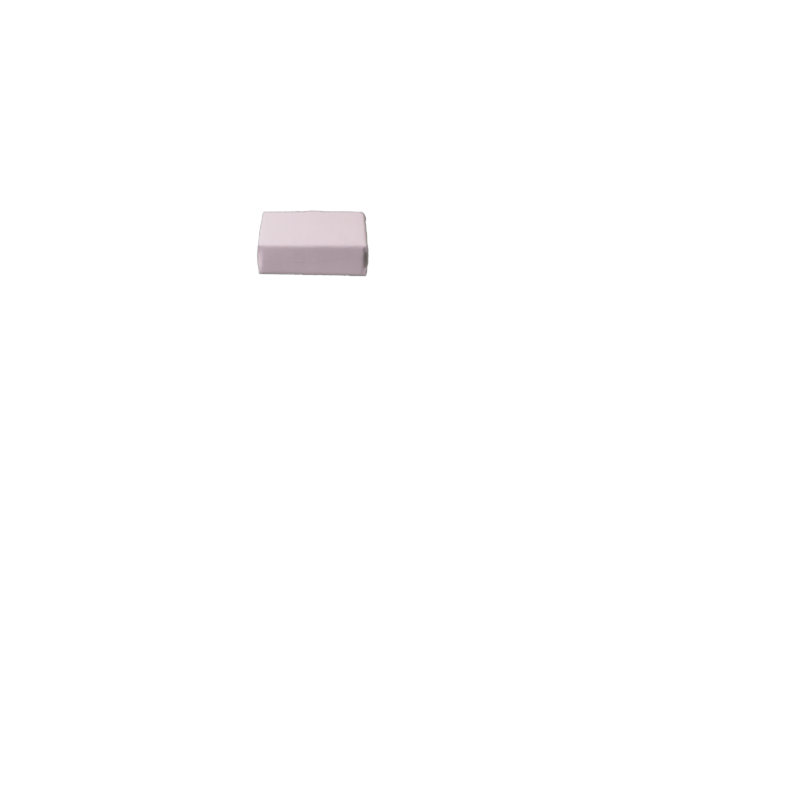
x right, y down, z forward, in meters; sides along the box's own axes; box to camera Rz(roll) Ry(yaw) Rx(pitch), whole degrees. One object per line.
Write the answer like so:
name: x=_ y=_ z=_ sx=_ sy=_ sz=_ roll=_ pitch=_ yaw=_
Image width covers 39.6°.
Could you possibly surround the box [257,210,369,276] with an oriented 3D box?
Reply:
box: x=-0.071 y=-0.130 z=0.911 sx=0.089 sy=0.029 sz=0.077 roll=0 pitch=29 yaw=-1
